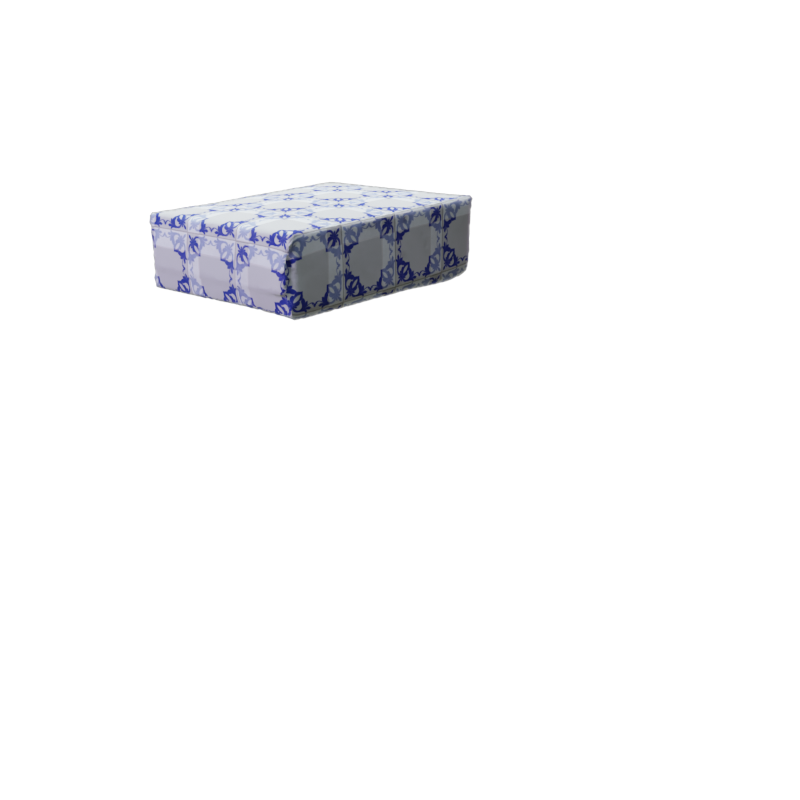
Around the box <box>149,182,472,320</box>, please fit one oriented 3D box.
[{"bbox_3d":[-0.038,-0.069,0.482,0.095,0.038,0.111,15,23,41],"label":"box"}]
